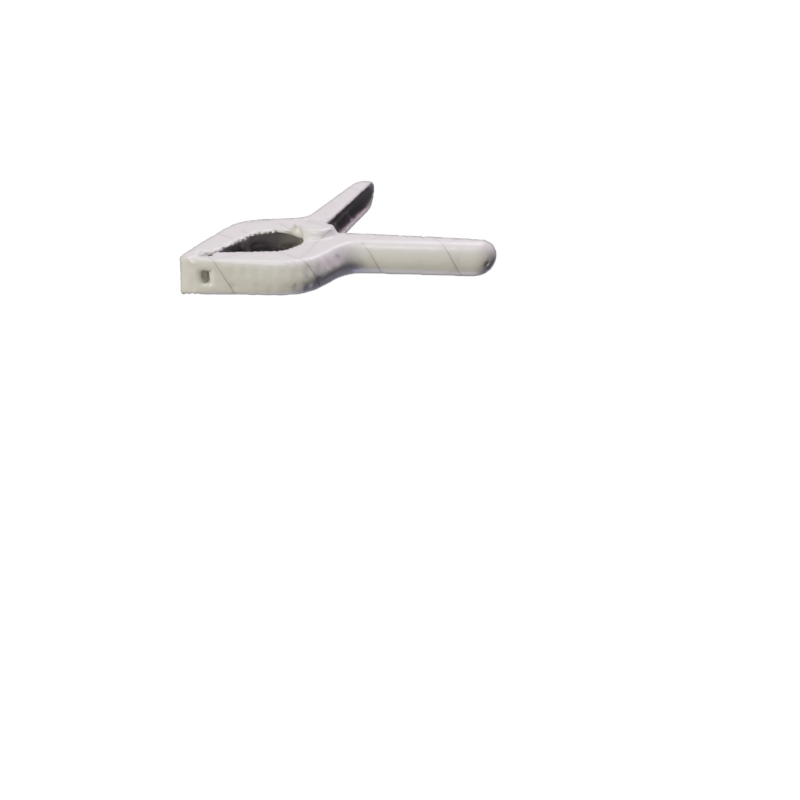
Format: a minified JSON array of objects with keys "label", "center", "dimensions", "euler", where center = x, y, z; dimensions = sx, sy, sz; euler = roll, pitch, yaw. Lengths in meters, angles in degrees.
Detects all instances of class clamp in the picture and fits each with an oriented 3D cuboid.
[{"label":"clamp","center":[-0.062,-0.113,0.788],"dimensions":[0.206,0.034,0.177],"euler":[-13,30,-23]}]
